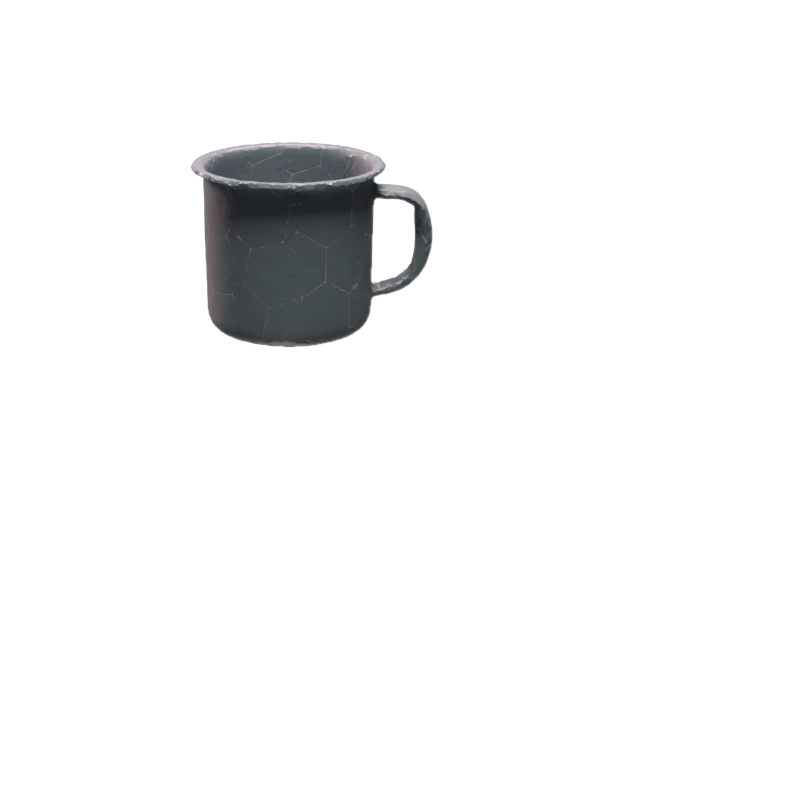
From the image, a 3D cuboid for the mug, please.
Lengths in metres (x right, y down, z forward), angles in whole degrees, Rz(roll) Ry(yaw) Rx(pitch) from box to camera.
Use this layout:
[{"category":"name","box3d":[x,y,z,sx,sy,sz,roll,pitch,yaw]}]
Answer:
[{"category":"mug","box3d":[-0.043,-0.078,0.544,0.116,0.078,0.098,-2,22,-7]}]
